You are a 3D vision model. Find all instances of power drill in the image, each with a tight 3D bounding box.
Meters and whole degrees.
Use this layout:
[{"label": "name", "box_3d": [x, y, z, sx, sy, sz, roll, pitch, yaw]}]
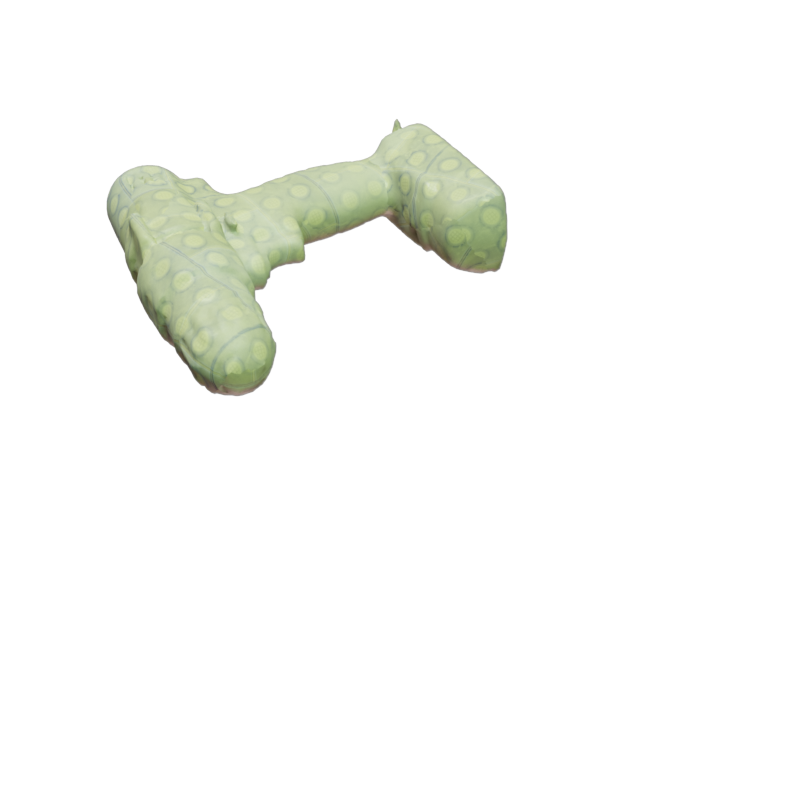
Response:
[{"label": "power drill", "box_3d": [-0.044, -0.081, 0.564, 0.185, 0.054, 0.199, -15, 39, -19]}]
